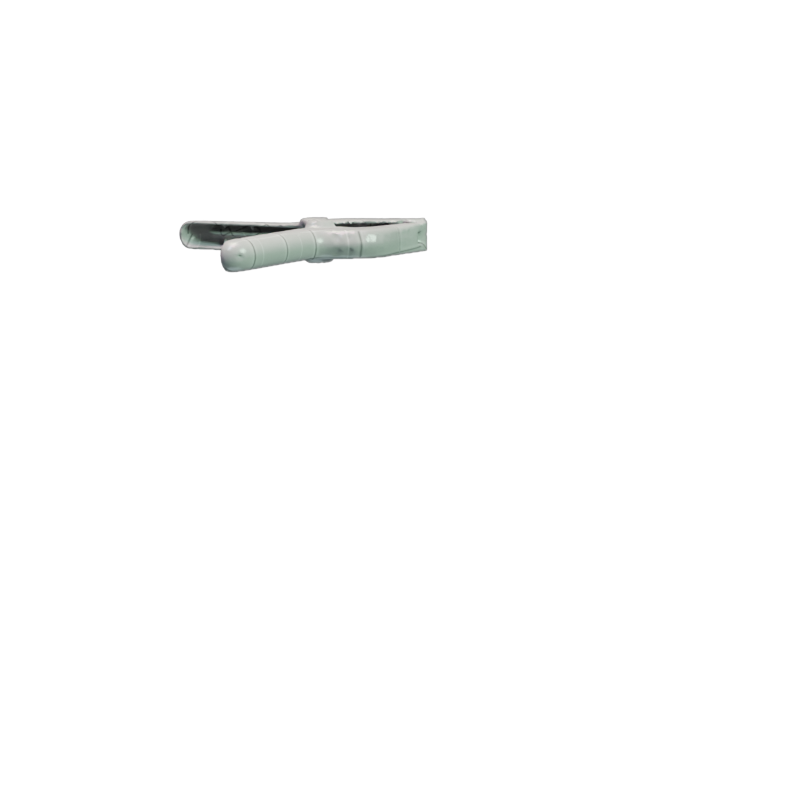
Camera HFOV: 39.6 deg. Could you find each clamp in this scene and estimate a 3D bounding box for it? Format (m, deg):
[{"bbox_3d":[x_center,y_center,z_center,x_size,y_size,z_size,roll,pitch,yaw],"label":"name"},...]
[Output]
[{"bbox_3d":[-0.072,-0.132,0.924,0.207,0.035,0.172,-4,16,-13],"label":"clamp"}]
